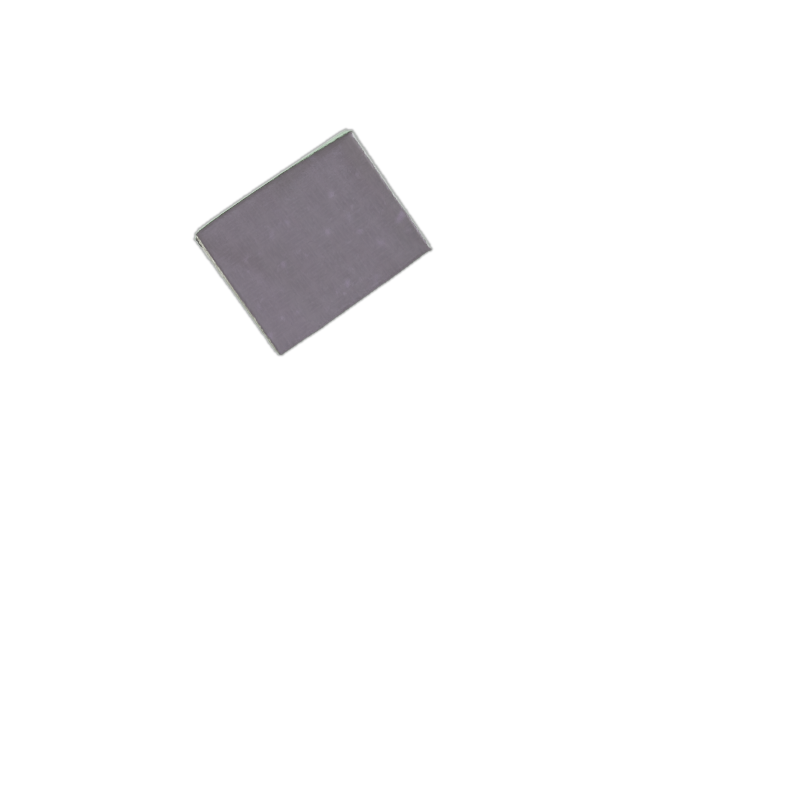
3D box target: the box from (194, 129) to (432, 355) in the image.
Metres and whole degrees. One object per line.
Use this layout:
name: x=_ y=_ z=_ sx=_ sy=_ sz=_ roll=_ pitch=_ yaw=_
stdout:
box: x=-0.052 y=-0.094 z=0.660 sx=0.113 sy=0.089 sz=0.039 roll=-34 pitch=5 yaw=2
